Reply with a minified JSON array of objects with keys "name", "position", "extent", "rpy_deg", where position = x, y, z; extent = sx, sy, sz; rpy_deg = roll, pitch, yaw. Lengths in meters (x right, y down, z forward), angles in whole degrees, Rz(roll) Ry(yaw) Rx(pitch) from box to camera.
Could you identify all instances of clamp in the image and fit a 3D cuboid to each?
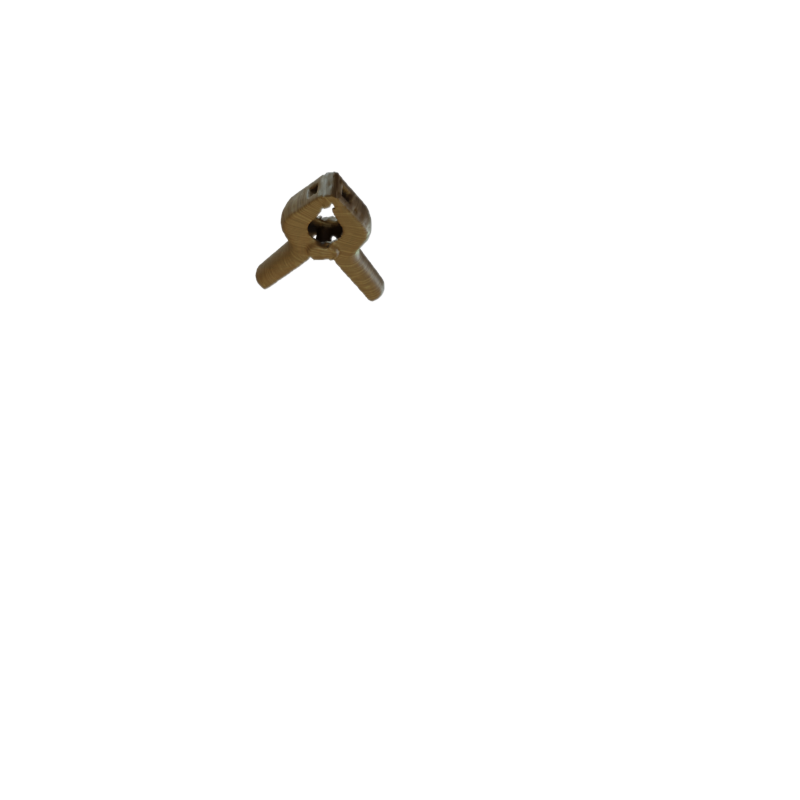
[{"name":"clamp","position":[-0.077,-0.141,0.988],"extent":[0.120,0.042,0.160],"rpy_deg":[-2,-32,3]}]
